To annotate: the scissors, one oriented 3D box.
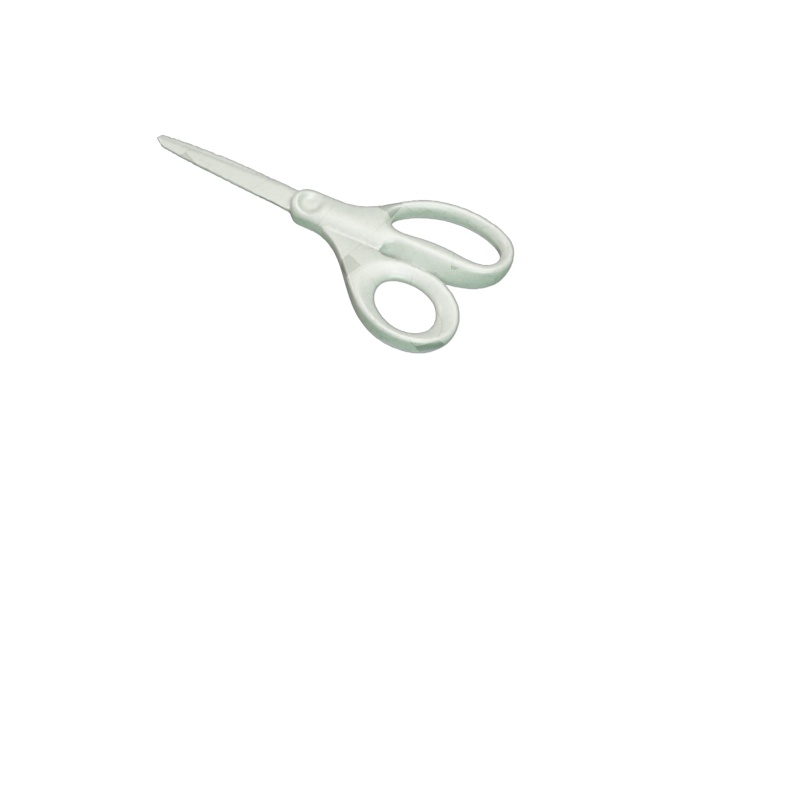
[{"bbox_3d":[-0.045,-0.081,0.570,0.205,0.101,0.015,13,-32,8],"label":"scissors"}]
